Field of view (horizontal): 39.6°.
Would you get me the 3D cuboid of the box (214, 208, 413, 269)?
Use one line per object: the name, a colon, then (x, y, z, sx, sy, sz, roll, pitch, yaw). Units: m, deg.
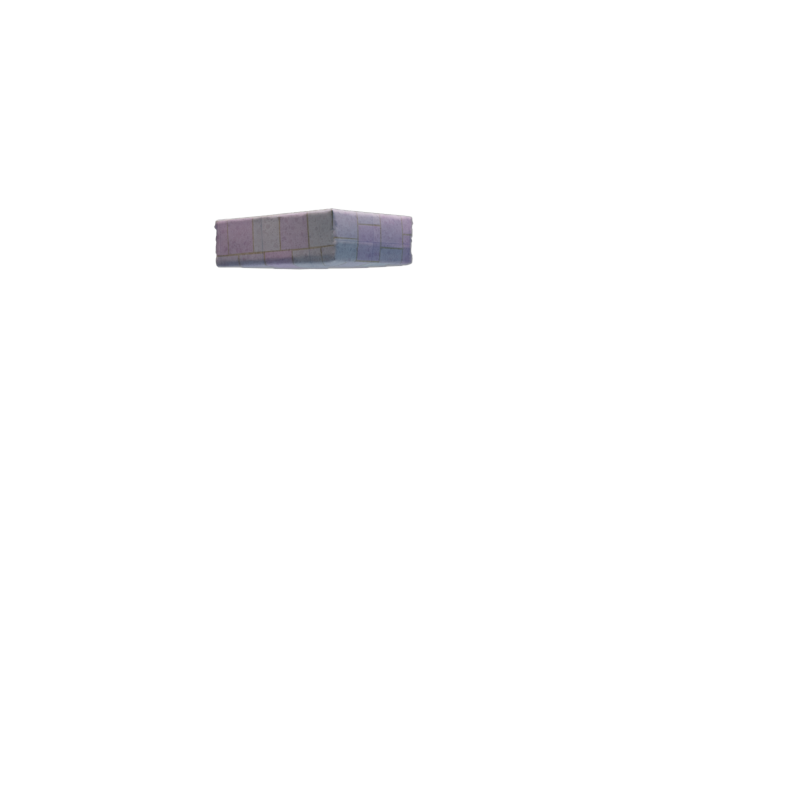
box: (-0.061, -0.112, 0.783, 0.118, 0.039, 0.087, 4, 7, 39)
